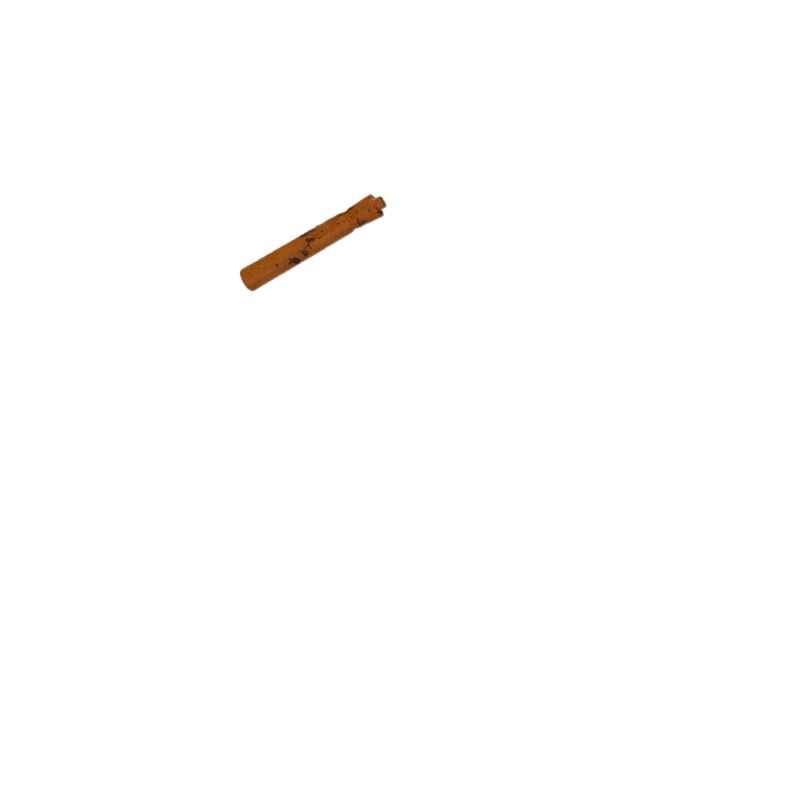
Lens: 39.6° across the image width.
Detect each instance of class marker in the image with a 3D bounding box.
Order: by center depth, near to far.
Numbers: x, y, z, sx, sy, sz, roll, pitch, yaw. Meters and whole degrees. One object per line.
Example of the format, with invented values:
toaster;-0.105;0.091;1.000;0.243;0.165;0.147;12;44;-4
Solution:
marker;-0.063;-0.115;0.803;0.121;0.020;0.019;-27;-5;19
